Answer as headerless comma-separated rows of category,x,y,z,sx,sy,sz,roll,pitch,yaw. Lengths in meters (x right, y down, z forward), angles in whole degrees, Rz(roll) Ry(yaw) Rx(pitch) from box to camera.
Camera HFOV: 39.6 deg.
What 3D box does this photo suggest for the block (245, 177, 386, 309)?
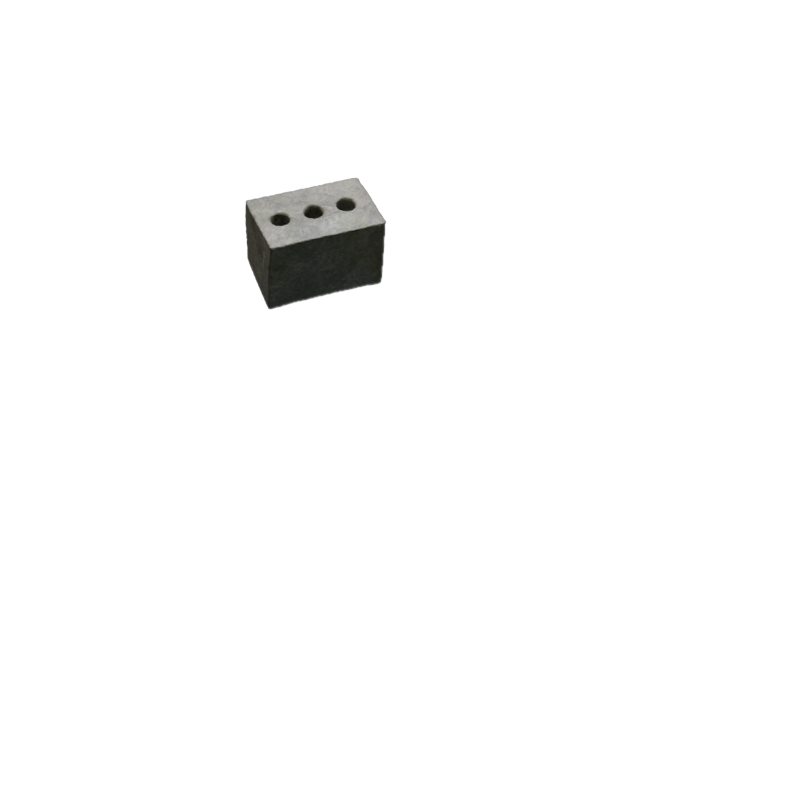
block,-0.055,-0.101,0.705,0.077,0.048,0.057,-15,47,-16
